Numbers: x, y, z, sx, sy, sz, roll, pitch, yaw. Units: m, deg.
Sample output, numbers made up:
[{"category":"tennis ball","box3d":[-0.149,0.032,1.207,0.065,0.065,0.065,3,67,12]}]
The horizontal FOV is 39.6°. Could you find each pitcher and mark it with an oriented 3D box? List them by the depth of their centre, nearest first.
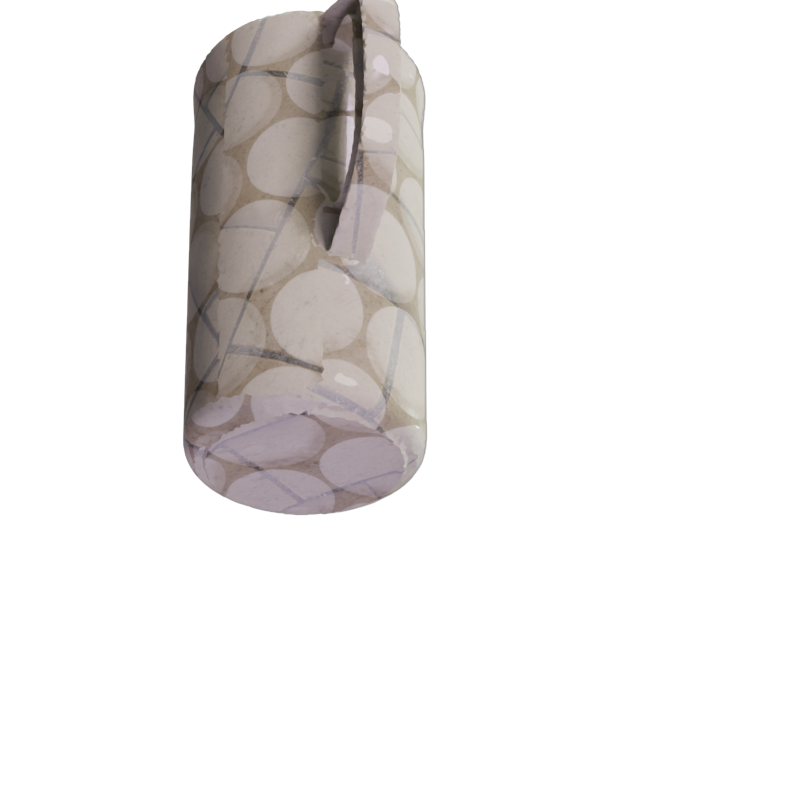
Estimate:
[{"category":"pitcher","box3d":[-0.043,-0.079,0.554,0.146,0.261,0.137,-15,-39,16]}]
